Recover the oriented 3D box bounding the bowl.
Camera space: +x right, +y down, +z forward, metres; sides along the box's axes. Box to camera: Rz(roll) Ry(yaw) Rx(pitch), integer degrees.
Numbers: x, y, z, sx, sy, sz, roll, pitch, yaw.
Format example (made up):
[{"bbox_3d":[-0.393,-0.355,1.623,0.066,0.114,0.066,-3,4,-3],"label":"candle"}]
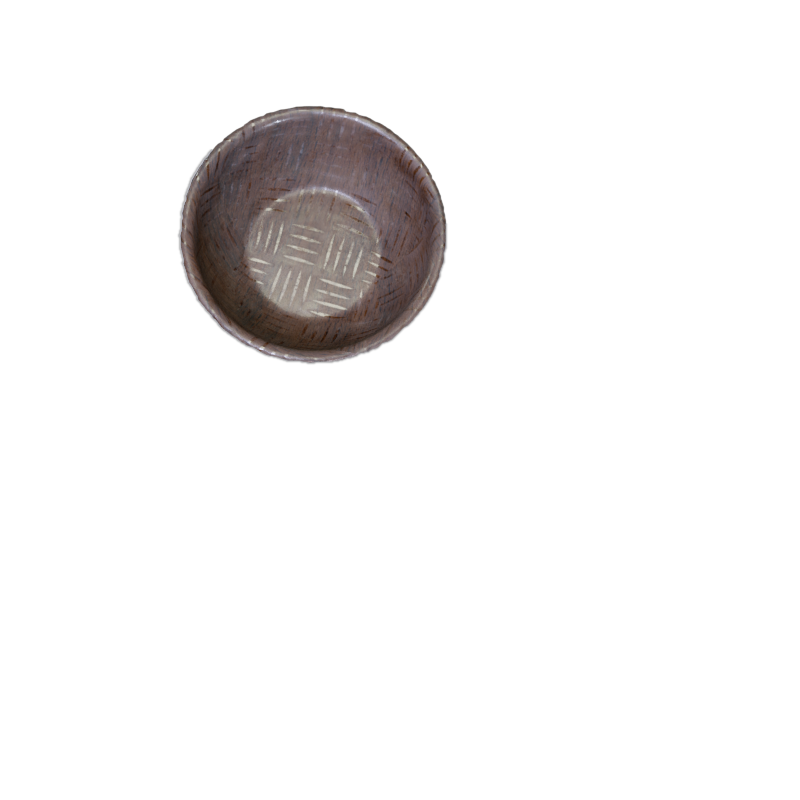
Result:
[{"bbox_3d":[-0.054,-0.099,0.692,0.162,0.168,0.053,0,-15,-1],"label":"bowl"}]
